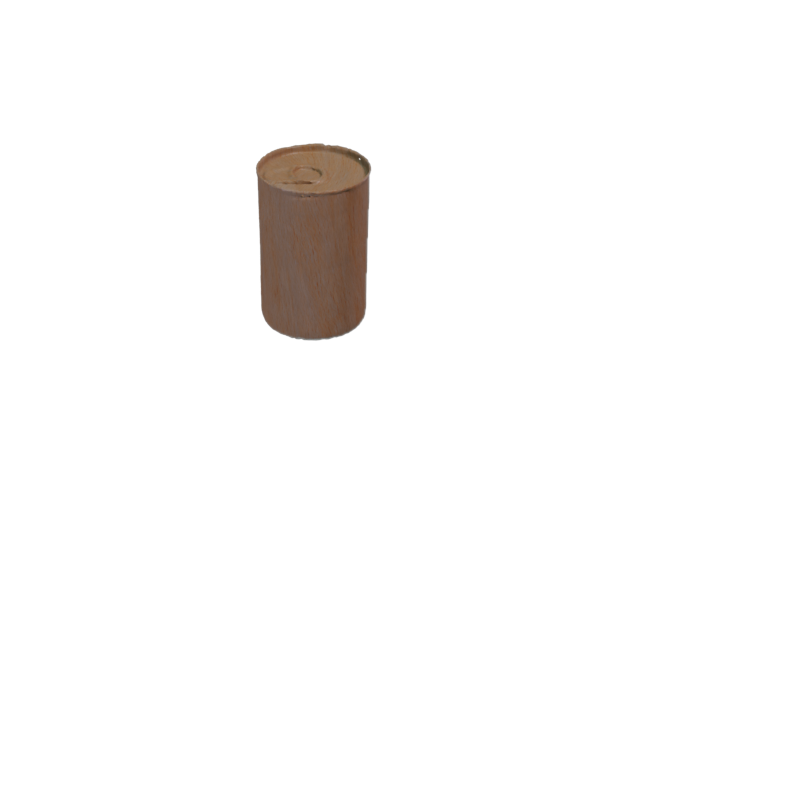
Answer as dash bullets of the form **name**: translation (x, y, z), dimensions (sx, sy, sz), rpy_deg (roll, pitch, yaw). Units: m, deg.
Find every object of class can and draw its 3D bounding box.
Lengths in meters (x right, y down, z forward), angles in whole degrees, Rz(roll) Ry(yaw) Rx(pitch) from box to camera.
- **can**: translation (-0.053, -0.097, 0.676), dimensions (0.068, 0.096, 0.073), rpy_deg (0, 32, -3)
